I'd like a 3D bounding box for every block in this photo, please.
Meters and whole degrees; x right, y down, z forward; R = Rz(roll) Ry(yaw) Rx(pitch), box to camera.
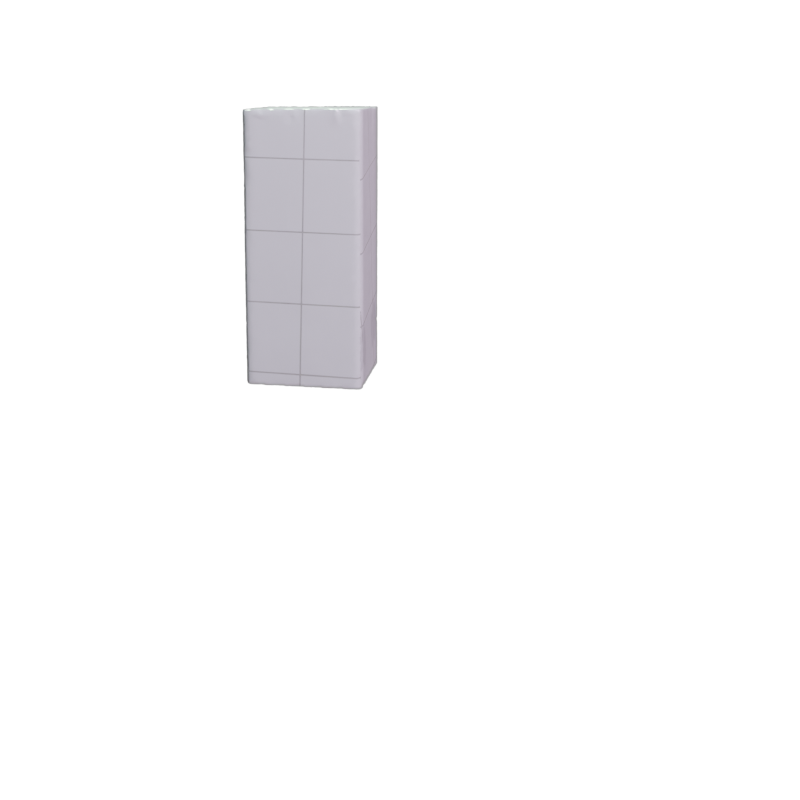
[{"bbox_3d":[-0.067,-0.122,0.852,0.092,0.202,0.091,2,10,9],"label":"block"}]
